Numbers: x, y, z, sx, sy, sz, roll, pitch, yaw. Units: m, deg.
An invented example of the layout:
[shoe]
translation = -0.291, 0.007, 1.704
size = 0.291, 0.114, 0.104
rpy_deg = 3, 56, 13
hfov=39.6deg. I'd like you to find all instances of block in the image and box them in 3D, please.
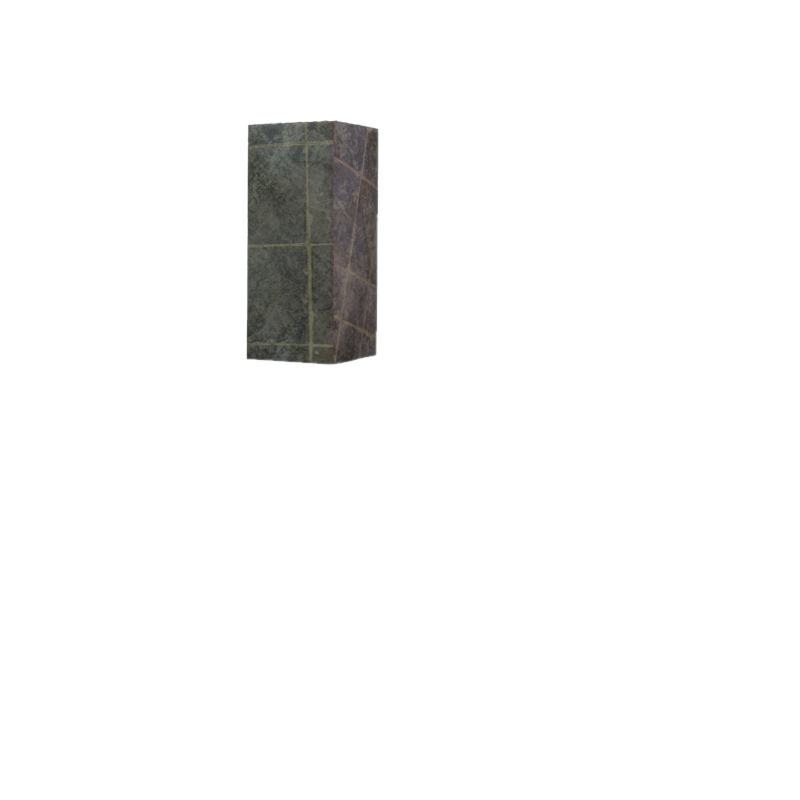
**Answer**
[block]
translation = -0.077, -0.141, 0.988
size = 0.094, 0.206, 0.087
rpy_deg = 1, 2, 27
